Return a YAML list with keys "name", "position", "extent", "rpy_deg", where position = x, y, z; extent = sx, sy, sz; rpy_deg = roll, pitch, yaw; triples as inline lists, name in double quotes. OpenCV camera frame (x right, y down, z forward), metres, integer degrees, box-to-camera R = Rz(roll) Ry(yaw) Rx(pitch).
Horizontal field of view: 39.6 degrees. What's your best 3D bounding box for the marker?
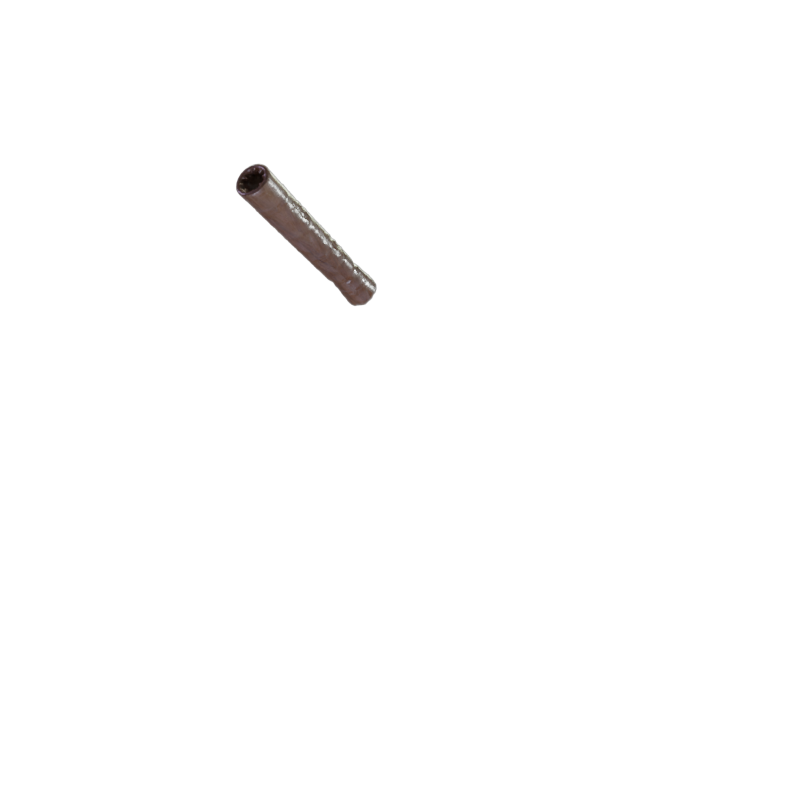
- name: "marker"
  position: [-0.045, -0.082, 0.575]
  extent: [0.020, 0.021, 0.112]
  rpy_deg: [3, -24, 33]
